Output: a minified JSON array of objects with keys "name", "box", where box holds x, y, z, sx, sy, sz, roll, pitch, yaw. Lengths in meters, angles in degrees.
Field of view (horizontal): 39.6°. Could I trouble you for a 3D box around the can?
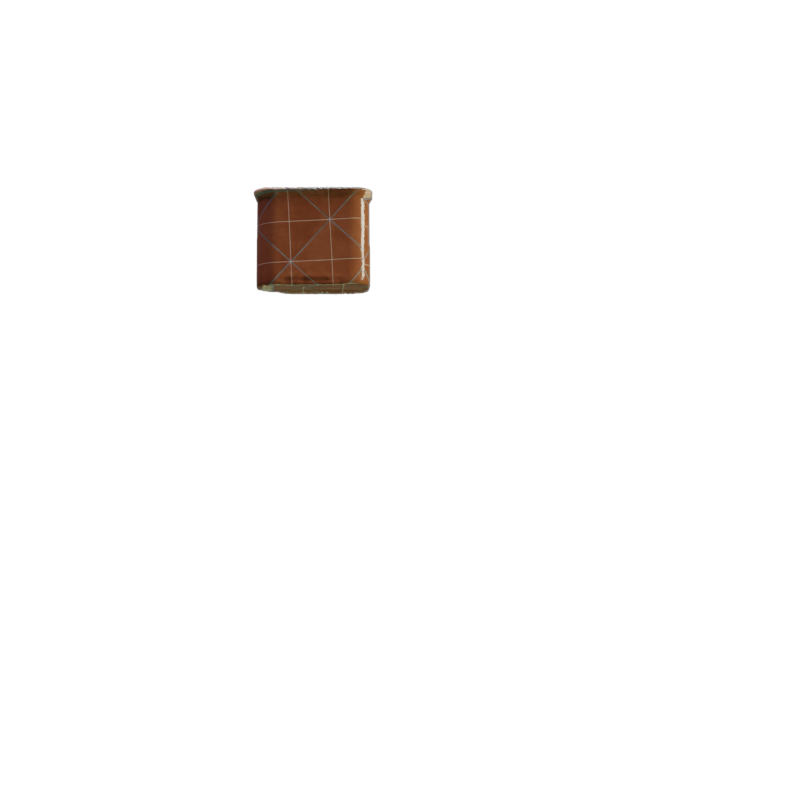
[{"name":"can","box":[-0.074,-0.136,0.950,0.102,0.086,0.056,0,-9,1]}]
